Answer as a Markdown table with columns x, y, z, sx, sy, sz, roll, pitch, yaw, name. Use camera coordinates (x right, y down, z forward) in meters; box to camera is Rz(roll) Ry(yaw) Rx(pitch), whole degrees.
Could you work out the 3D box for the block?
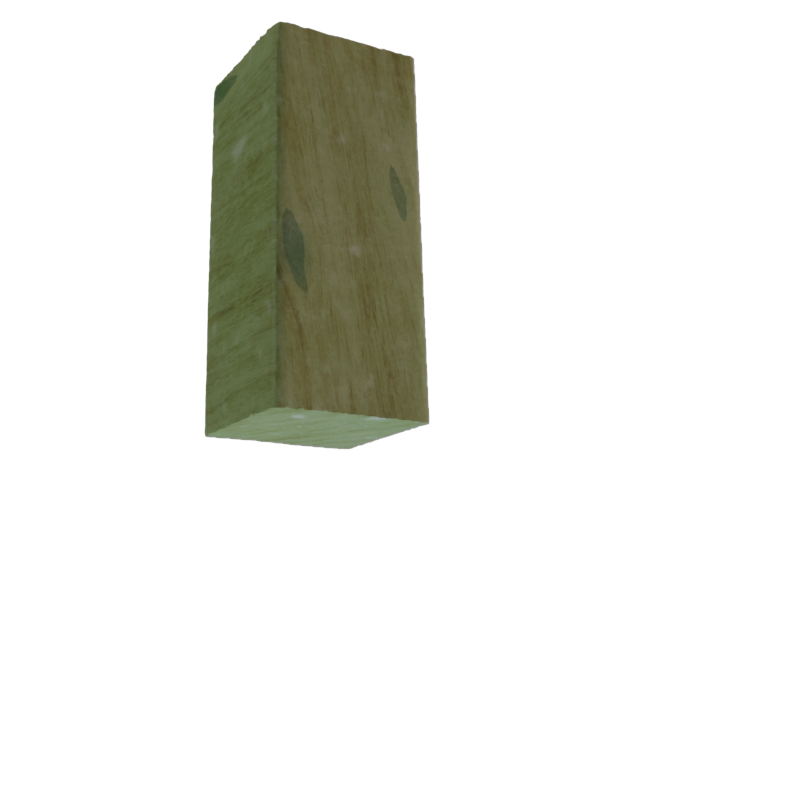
| x | y | z | sx | sy | sz | roll | pitch | yaw | name |
| --- | --- | --- | --- | --- | --- | --- | --- | --- | --- |
| -0.048 | -0.086 | 0.603 | 0.087 | 0.216 | 0.090 | 9 | -21 | -28 | block |
